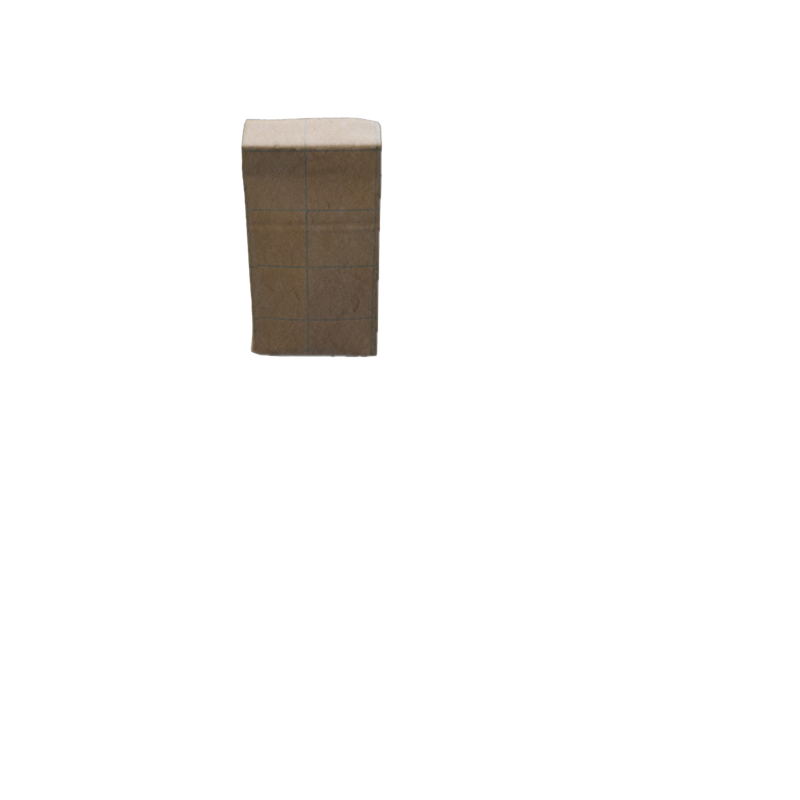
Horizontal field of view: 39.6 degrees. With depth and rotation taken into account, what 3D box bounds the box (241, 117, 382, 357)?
[{"bbox_3d":[-0.060,-0.110,0.772,0.093,0.165,0.051,1,34,-1],"label":"box"}]
